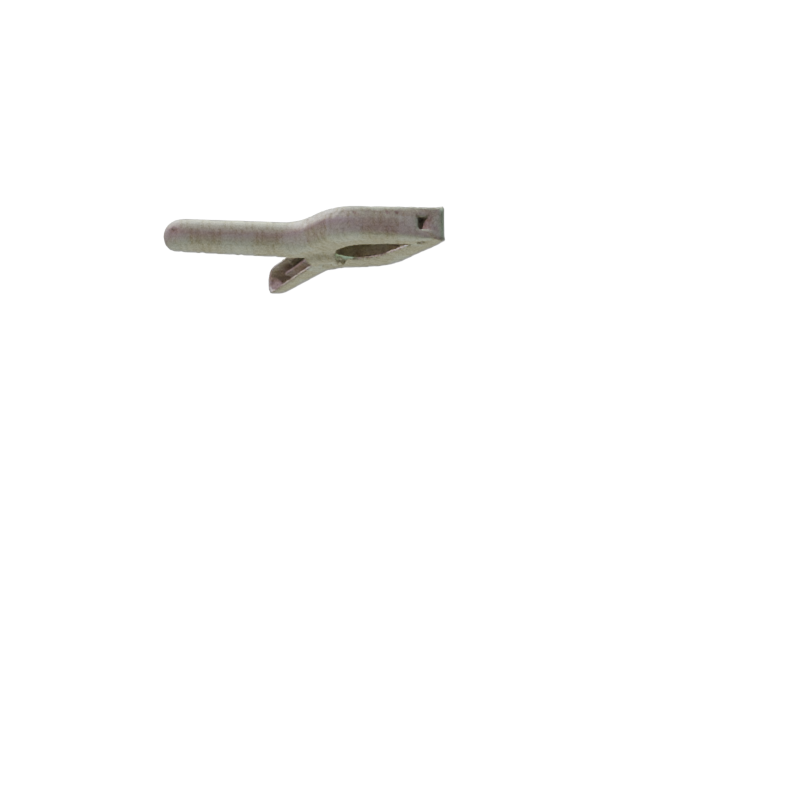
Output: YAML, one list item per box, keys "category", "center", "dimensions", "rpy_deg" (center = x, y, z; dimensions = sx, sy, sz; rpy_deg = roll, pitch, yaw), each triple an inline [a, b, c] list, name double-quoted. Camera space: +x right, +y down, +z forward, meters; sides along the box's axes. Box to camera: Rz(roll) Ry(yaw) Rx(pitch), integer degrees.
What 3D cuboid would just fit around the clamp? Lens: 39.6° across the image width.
- category: "clamp"
  center: [-0.068, -0.124, 0.869]
  dimensions: [0.215, 0.038, 0.155]
  rpy_deg: [-6, -11, 34]
